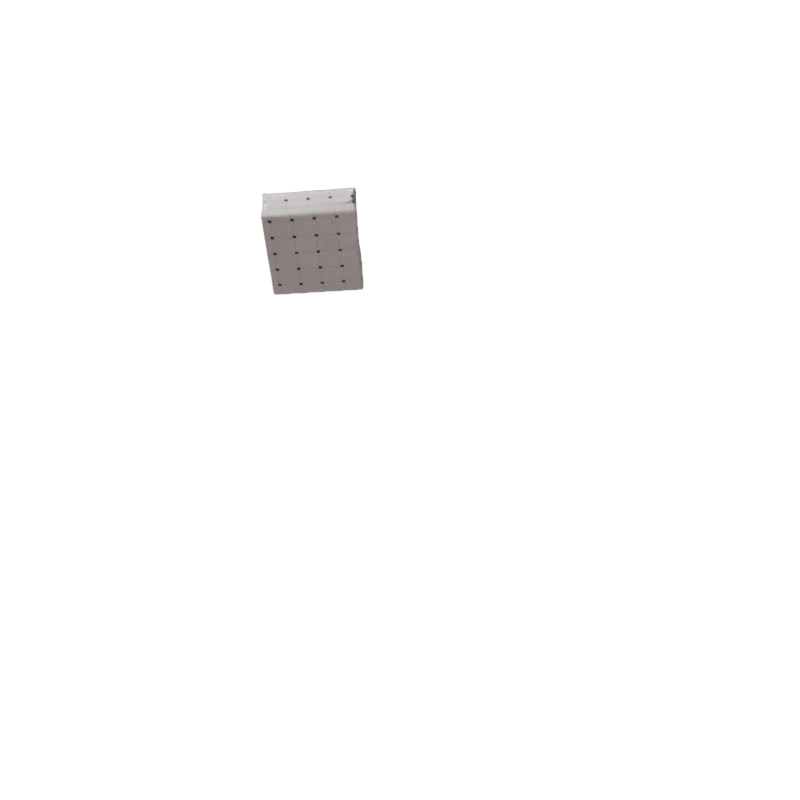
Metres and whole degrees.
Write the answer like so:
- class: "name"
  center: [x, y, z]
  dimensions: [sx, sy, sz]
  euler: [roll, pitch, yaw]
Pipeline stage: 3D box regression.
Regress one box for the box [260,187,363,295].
- class: "box"
  center: [-0.068, -0.124, 0.871]
  dimensions: [0.073, 0.032, 0.083]
  euler: [-3, -44, 2]
